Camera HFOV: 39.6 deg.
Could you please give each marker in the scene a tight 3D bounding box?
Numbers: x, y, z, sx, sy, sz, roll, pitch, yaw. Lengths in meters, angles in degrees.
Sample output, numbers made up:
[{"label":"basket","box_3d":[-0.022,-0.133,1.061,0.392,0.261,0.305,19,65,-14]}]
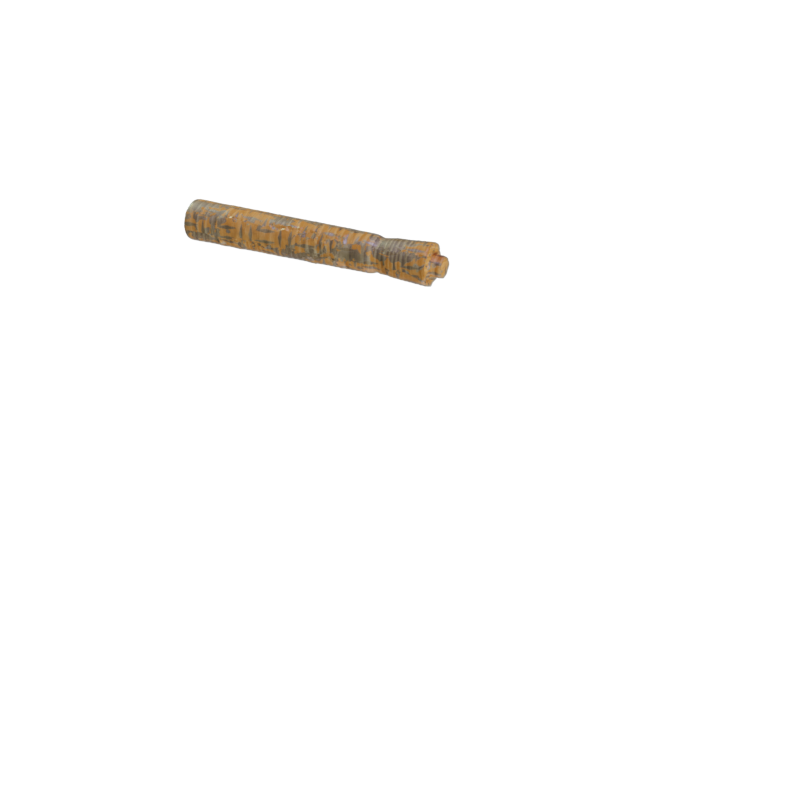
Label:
[{"label":"marker","box_3d":[-0.037,-0.068,0.478,0.126,0.019,0.019,14,9,24]}]
